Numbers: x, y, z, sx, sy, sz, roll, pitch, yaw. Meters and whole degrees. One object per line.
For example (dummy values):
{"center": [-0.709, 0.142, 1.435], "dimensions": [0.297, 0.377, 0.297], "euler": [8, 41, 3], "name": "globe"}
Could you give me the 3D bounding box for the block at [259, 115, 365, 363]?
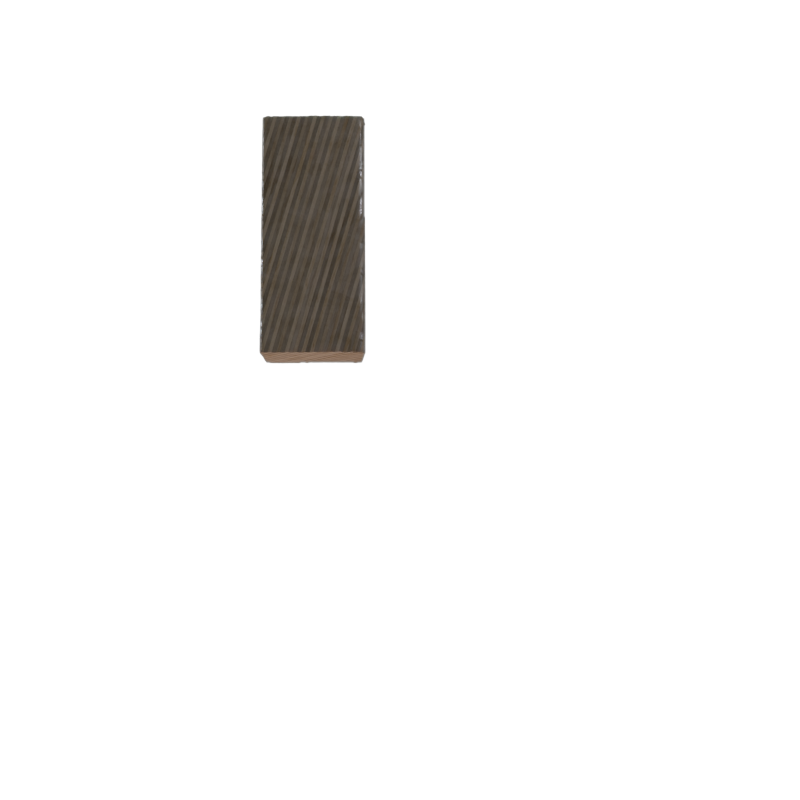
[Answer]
{"center": [-0.076, -0.140, 0.983], "dimensions": [0.090, 0.212, 0.088], "euler": [0, -10, -2], "name": "block"}
